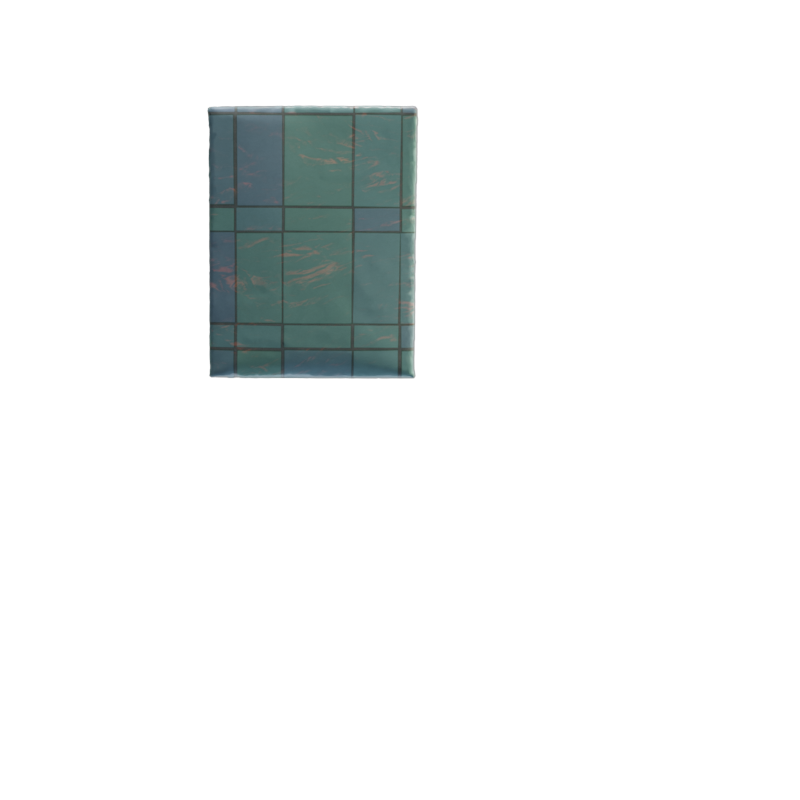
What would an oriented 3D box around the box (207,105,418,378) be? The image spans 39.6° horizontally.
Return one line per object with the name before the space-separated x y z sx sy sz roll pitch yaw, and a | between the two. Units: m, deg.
box | -0.070 -0.127 0.890 0.164 0.212 0.073 0 4 -1
